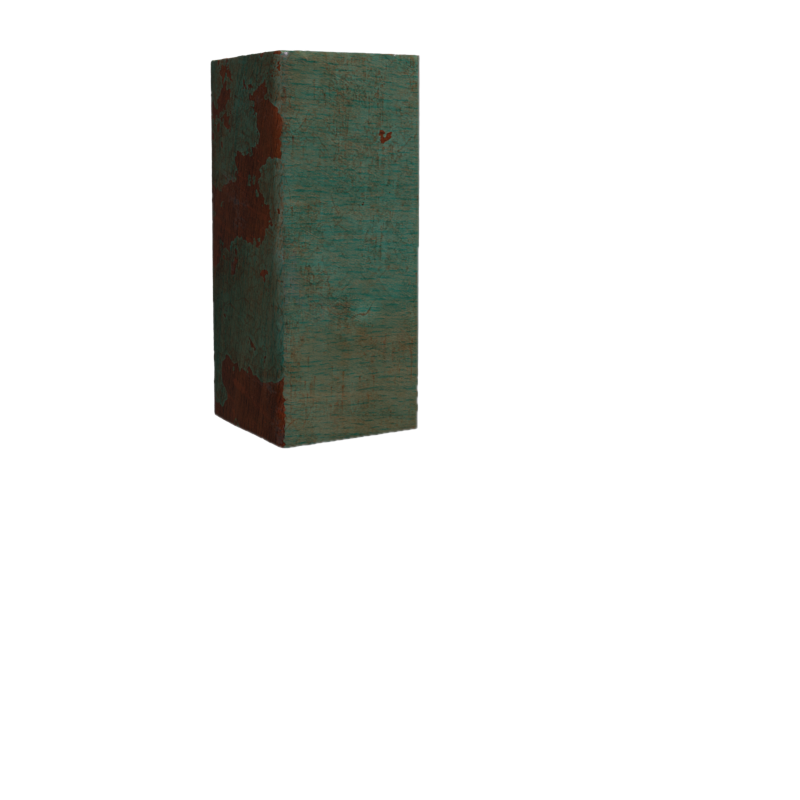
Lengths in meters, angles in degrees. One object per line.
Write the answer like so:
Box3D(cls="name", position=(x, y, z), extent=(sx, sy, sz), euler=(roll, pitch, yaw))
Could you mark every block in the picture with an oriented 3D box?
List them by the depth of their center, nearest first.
Box3D(cls="block", position=(-0.049, -0.089, 0.624), extent=(0.088, 0.203, 0.094), euler=(-3, 8, -31))
